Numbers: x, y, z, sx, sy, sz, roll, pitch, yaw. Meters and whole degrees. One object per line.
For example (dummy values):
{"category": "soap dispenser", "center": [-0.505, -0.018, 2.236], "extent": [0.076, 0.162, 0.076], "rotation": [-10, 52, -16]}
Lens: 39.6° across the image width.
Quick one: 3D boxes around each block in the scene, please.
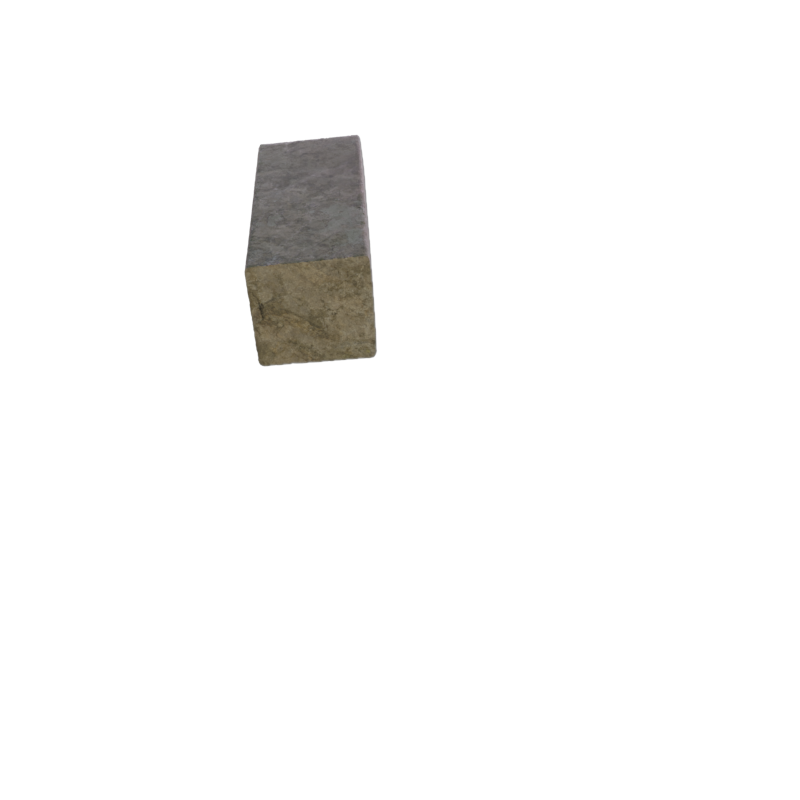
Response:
{"category": "block", "center": [-0.069, -0.126, 0.888], "extent": [0.091, 0.084, 0.220], "rotation": [-5, 35, 0]}
